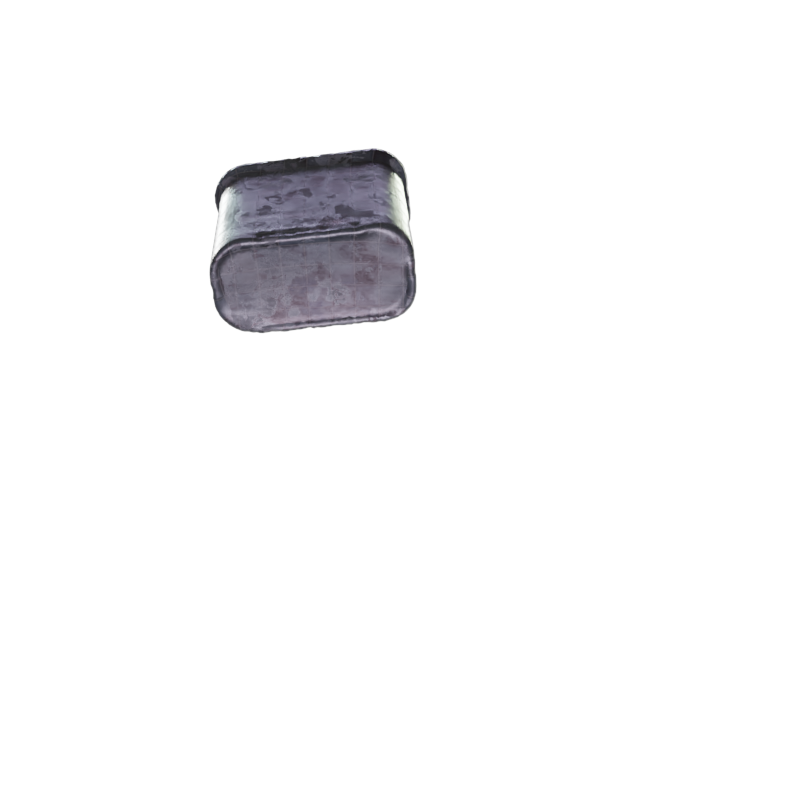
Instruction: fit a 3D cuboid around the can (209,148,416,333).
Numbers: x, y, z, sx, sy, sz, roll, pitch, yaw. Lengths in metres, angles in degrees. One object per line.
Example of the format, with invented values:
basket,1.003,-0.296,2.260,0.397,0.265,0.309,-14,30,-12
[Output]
can,-0.043,-0.079,0.553,0.102,0.054,0.089,-6,33,2
